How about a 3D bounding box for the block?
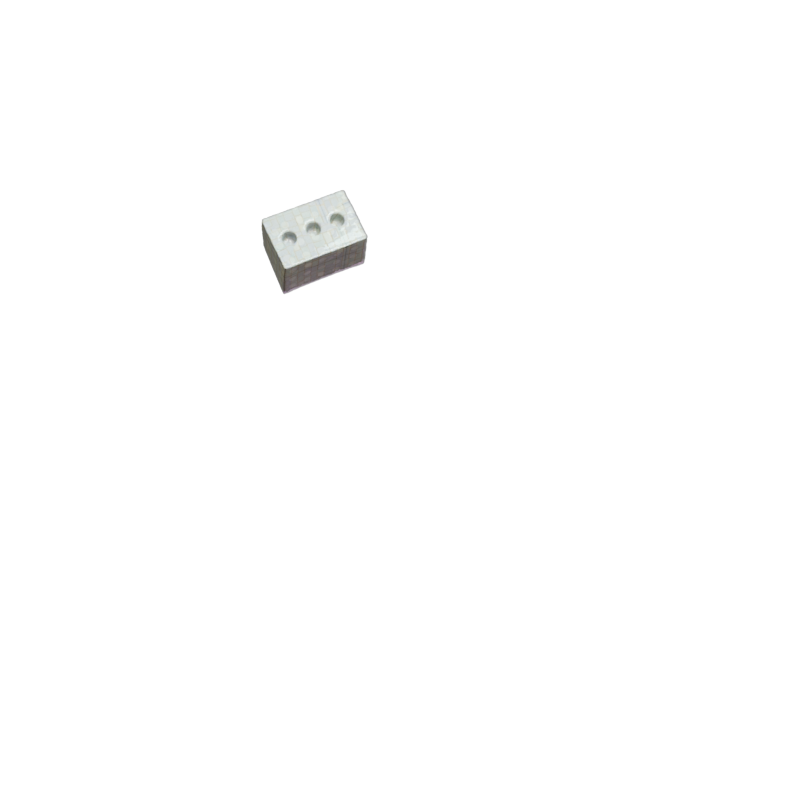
[{"bbox_3d":[-0.074,-0.136,0.949,0.078,0.056,0.049,-23,-20,-11],"label":"block"}]
